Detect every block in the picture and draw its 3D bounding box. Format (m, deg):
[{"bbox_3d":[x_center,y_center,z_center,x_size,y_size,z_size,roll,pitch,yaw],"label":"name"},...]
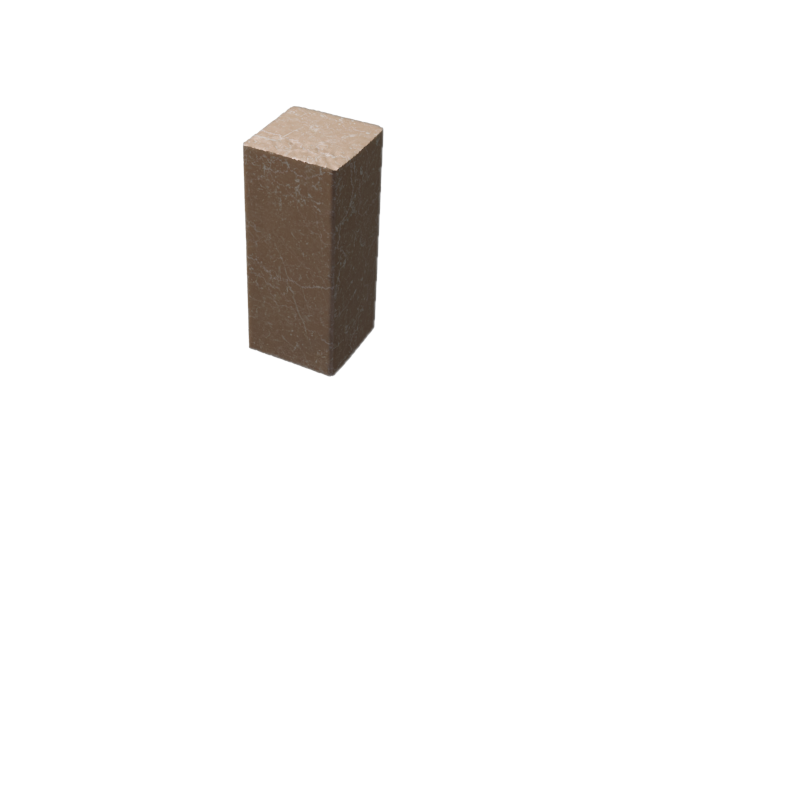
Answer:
[{"bbox_3d":[-0.075,-0.138,0.966,0.094,0.193,0.092,18,37,21],"label":"block"}]
